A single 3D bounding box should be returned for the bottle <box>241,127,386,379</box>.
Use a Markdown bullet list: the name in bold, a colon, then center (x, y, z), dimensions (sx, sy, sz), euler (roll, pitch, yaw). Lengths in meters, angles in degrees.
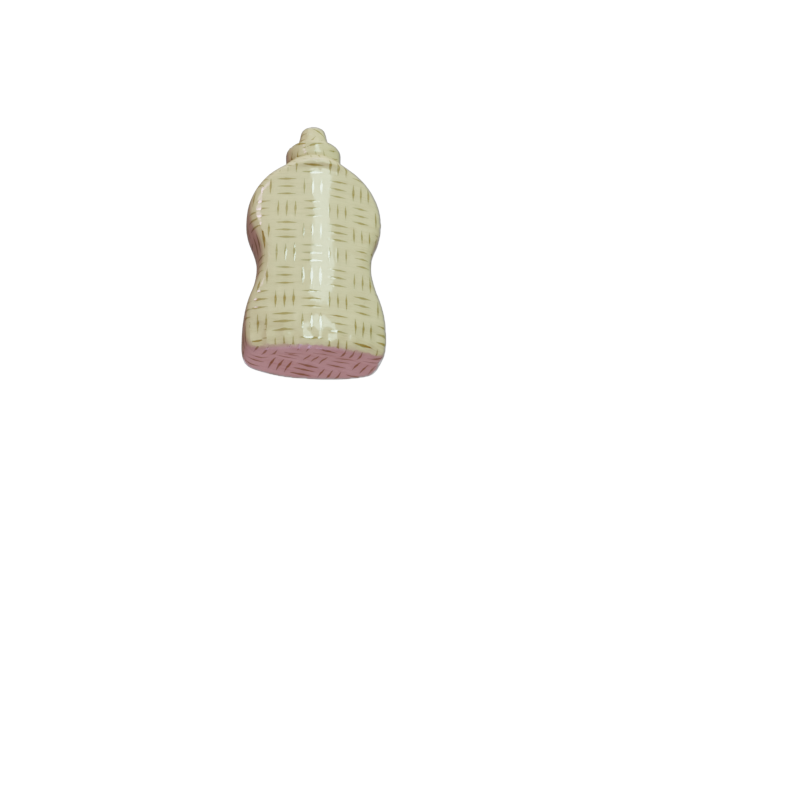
- **bottle**: center (-0.062, -0.112, 0.787), dimensions (0.095, 0.204, 0.055), euler (2, -29, -8)
